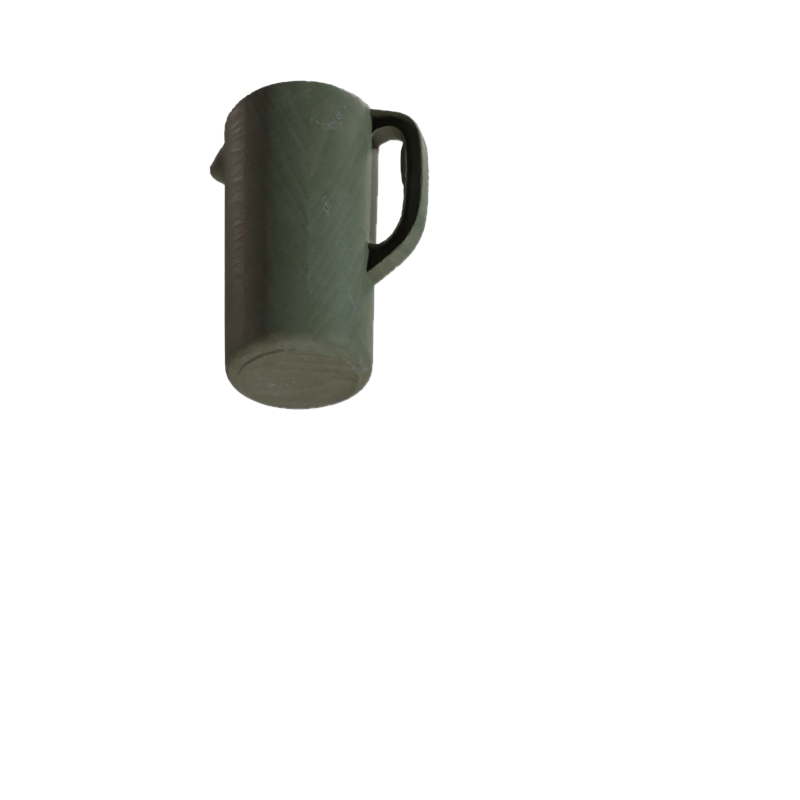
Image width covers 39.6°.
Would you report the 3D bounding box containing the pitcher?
[{"bbox_3d":[-0.068,-0.124,0.866,0.139,0.260,0.145,14,-36,-23],"label":"pitcher"}]
